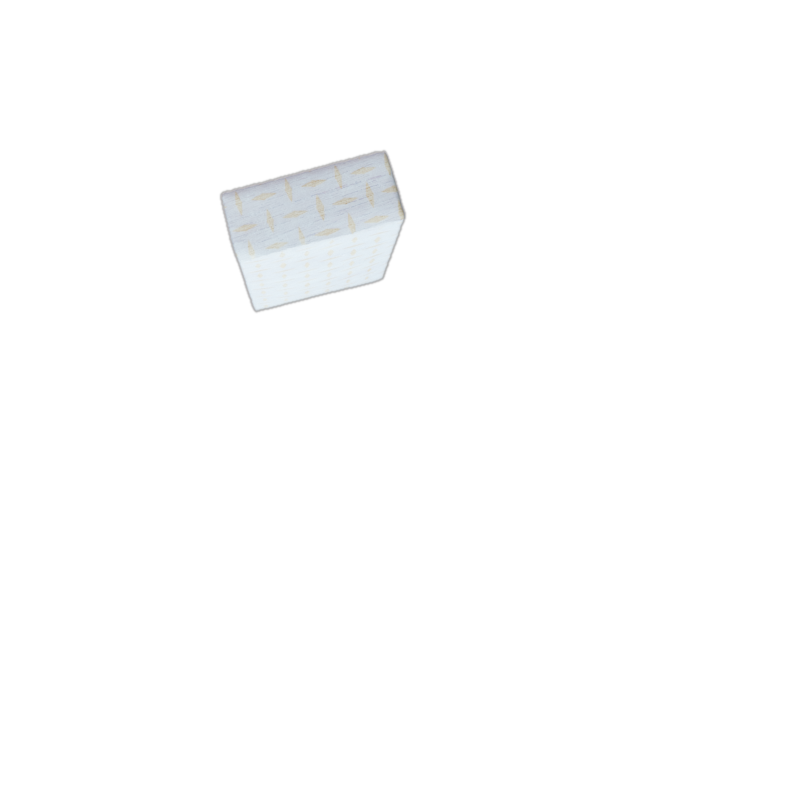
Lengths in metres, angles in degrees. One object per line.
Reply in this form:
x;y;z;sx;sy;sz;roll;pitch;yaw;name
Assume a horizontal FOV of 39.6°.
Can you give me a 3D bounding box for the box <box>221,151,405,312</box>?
-0.052;-0.094;0.660;0.093;0.049;0.174;-15;-1;-4;box
